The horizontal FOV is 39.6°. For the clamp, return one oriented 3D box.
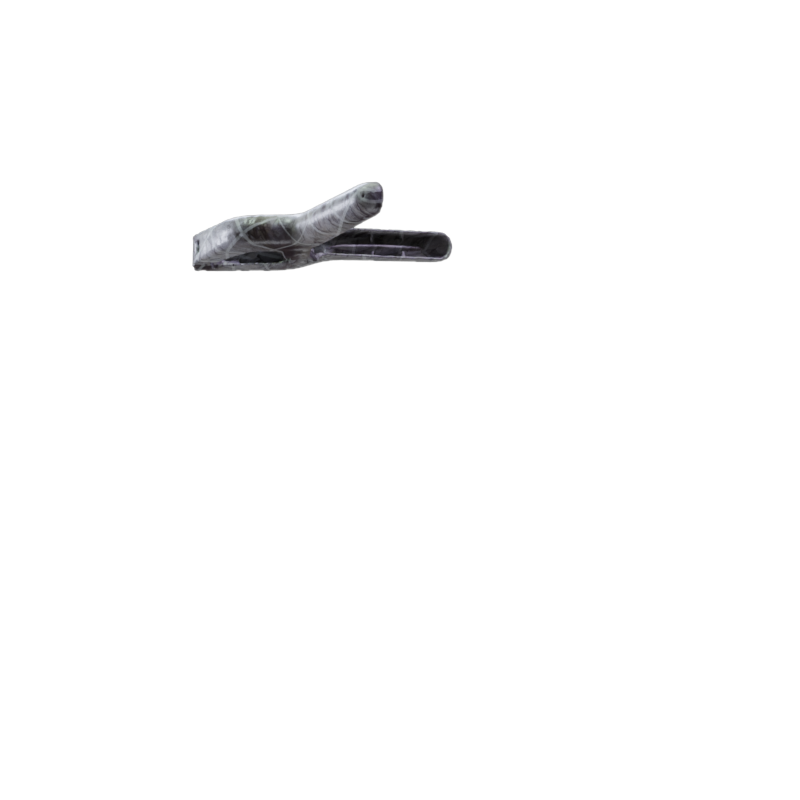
[{"bbox_3d":[-0.070,-0.128,0.899,0.215,0.038,0.155,-5,-11,30],"label":"clamp"}]
